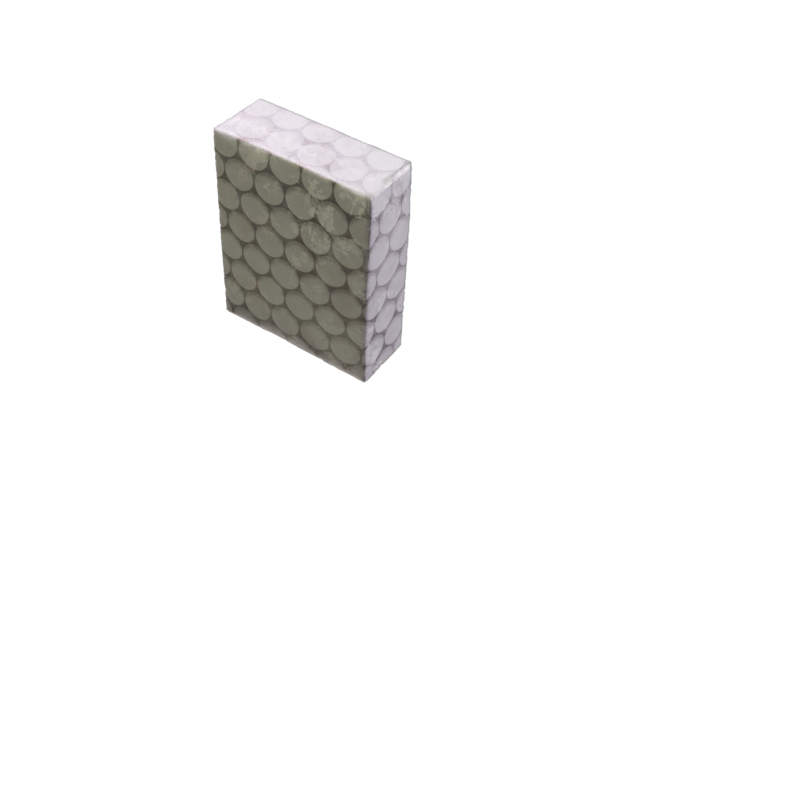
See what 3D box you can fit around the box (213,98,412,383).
[{"bbox_3d":[-0.077,-0.140,0.978,0.173,0.199,0.073,28,49,24],"label":"box"}]
